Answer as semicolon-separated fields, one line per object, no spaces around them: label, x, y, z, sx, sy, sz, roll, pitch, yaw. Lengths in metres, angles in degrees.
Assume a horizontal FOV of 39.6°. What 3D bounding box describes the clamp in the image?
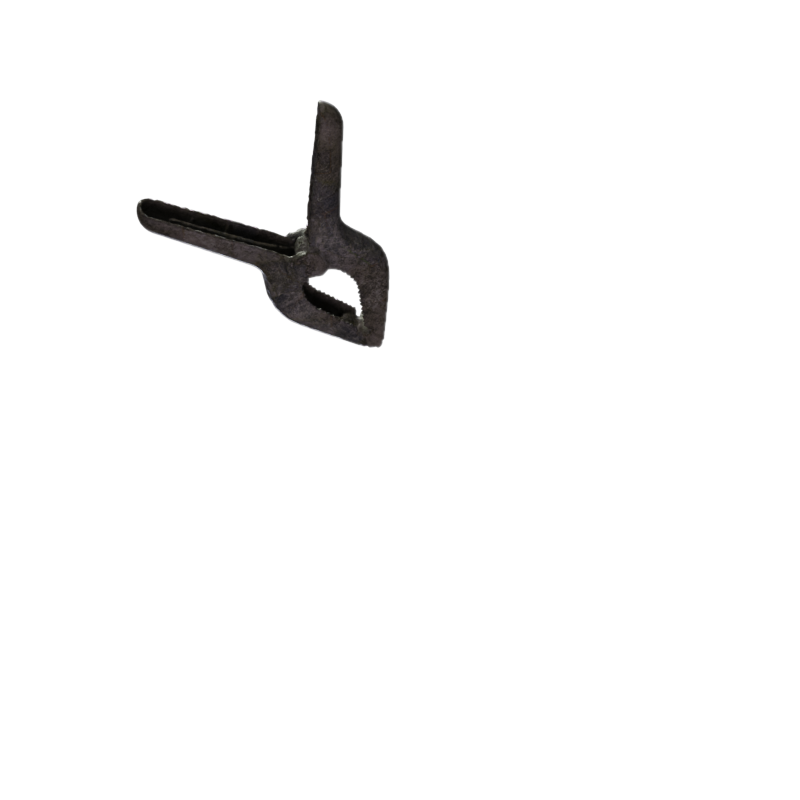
clamp;-0.063;-0.115;0.804;0.164;0.039;0.196;-30;-54;25
